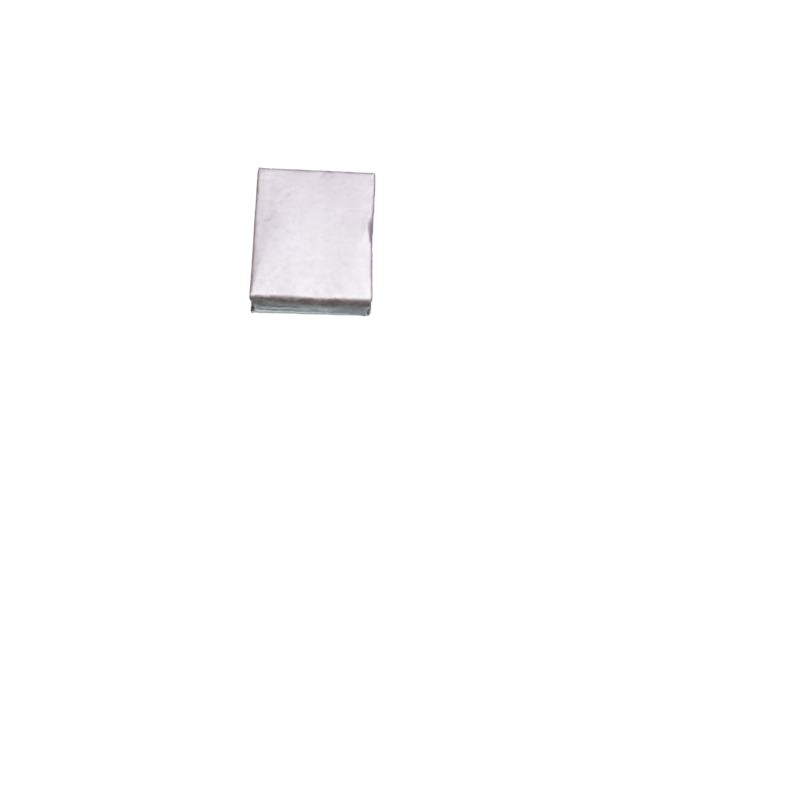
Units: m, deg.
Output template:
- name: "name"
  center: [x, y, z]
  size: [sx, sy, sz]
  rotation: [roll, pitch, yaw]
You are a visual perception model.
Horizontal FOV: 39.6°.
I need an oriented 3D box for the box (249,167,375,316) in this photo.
- name: "box"
  center: [-0.053, -0.096, 0.673]
  size: [0.073, 0.094, 0.029]
  rotation: [2, -25, 0]
